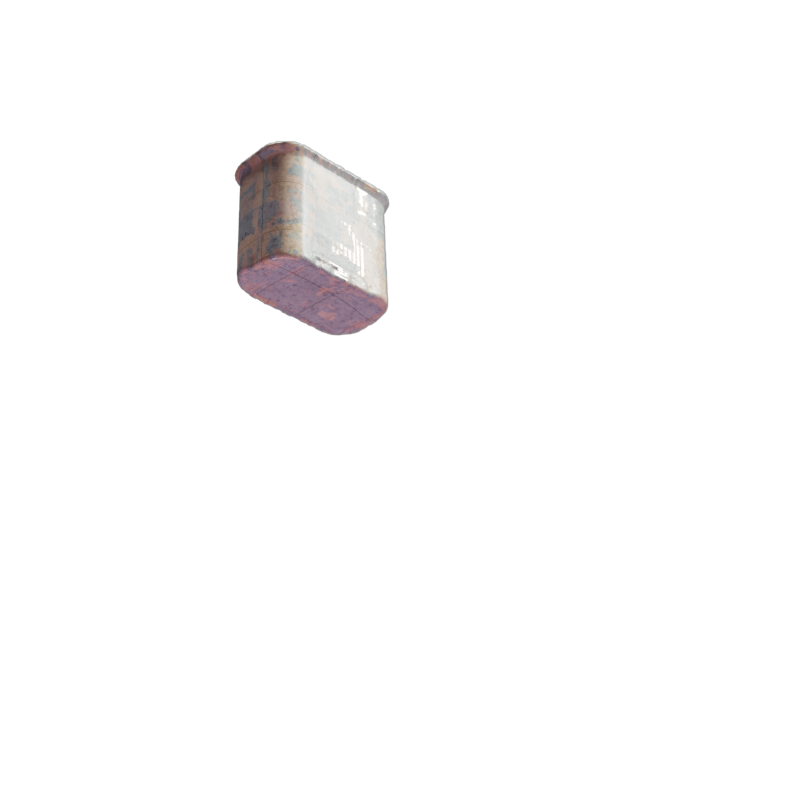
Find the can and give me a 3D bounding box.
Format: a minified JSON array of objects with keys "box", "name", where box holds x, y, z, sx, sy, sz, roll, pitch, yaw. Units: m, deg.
[{"box":[-0.053,-0.097,0.682,0.096,0.089,0.057,26,-41,-37],"name":"can"}]
